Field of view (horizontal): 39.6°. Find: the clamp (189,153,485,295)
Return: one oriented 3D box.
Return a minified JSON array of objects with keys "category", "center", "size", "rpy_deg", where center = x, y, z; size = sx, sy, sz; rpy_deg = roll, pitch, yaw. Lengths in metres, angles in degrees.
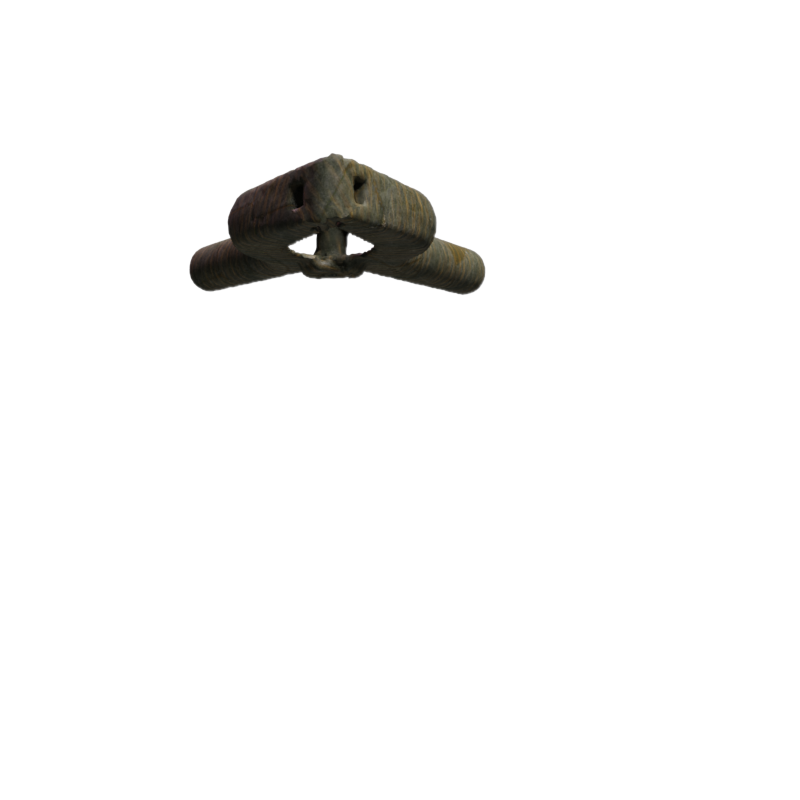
[{"category":"clamp","center":[-0.042,-0.077,0.542],"size":[0.166,0.037,0.204],"rpy_deg":[0,-4,6]}]
